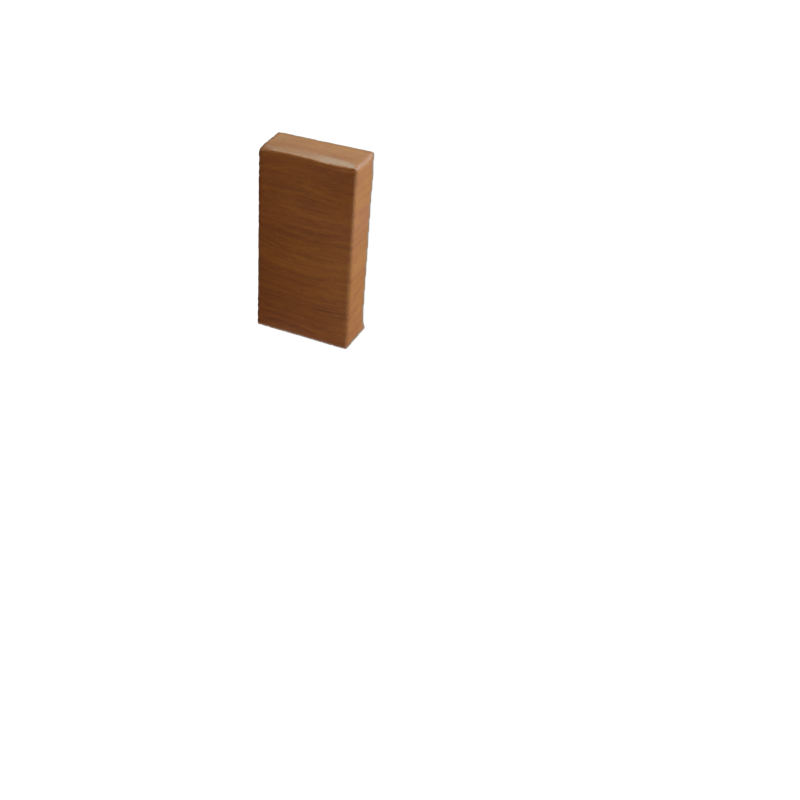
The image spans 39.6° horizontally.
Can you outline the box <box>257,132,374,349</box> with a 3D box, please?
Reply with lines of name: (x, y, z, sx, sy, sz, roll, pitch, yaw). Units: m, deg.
box: (-0.076, -0.137, 0.962, 0.097, 0.165, 0.049, 16, 35, 20)
